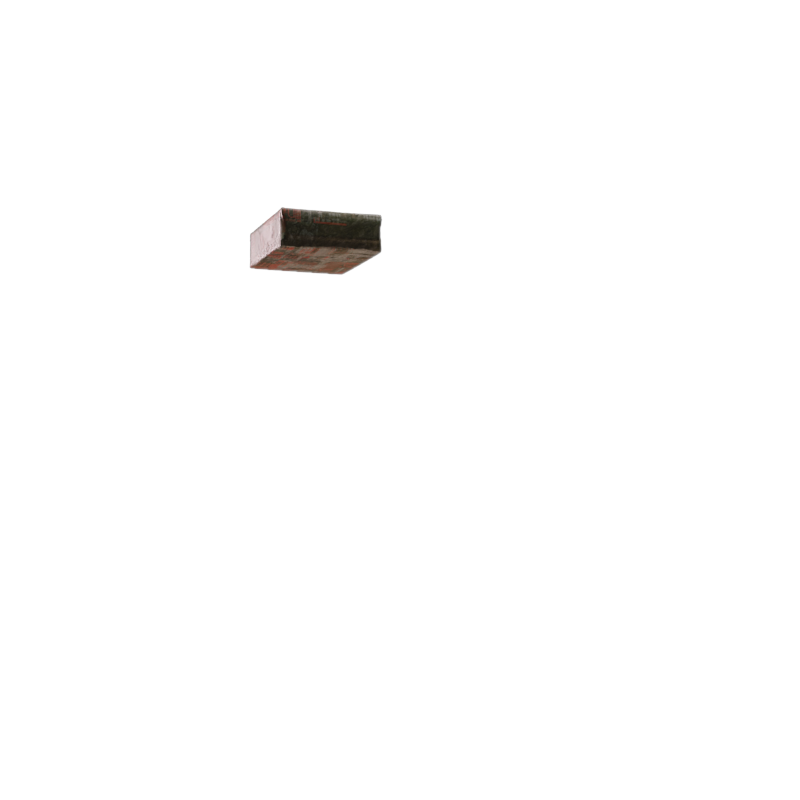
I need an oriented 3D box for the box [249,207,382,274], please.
[{"bbox_3d":[-0.061,-0.112,0.786,0.071,0.031,0.090,2,-6,-19],"label":"box"}]
